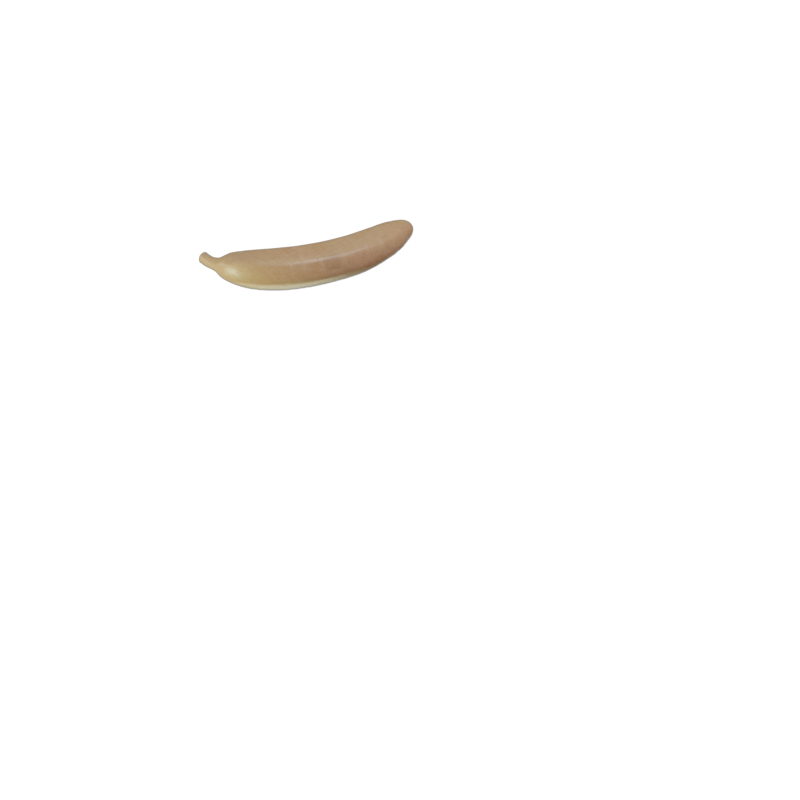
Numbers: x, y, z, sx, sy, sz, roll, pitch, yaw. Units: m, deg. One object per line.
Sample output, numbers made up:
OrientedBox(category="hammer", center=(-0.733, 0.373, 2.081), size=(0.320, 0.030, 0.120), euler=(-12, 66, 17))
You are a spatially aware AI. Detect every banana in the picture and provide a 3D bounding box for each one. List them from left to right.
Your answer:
OrientedBox(category="banana", center=(-0.077, -0.129, 0.982), size=(0.196, 0.034, 0.075), euler=(-9, 43, -10))
